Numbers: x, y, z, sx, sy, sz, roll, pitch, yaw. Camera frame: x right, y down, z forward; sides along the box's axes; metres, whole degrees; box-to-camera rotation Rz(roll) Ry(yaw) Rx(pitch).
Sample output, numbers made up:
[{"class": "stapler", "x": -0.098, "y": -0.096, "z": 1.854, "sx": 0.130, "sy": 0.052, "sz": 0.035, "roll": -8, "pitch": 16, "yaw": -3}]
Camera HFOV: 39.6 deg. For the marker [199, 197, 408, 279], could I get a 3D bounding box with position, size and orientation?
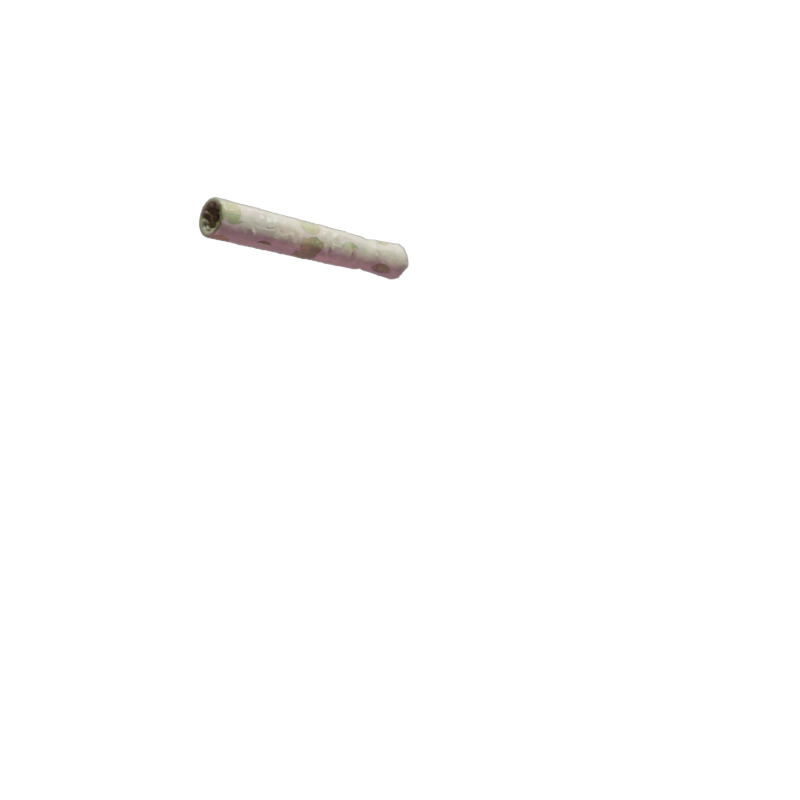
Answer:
[{"class": "marker", "x": -0.042, "y": -0.076, "z": 0.532, "sx": 0.115, "sy": 0.020, "sz": 0.021, "roll": 8, "pitch": -2, "yaw": -41}]
